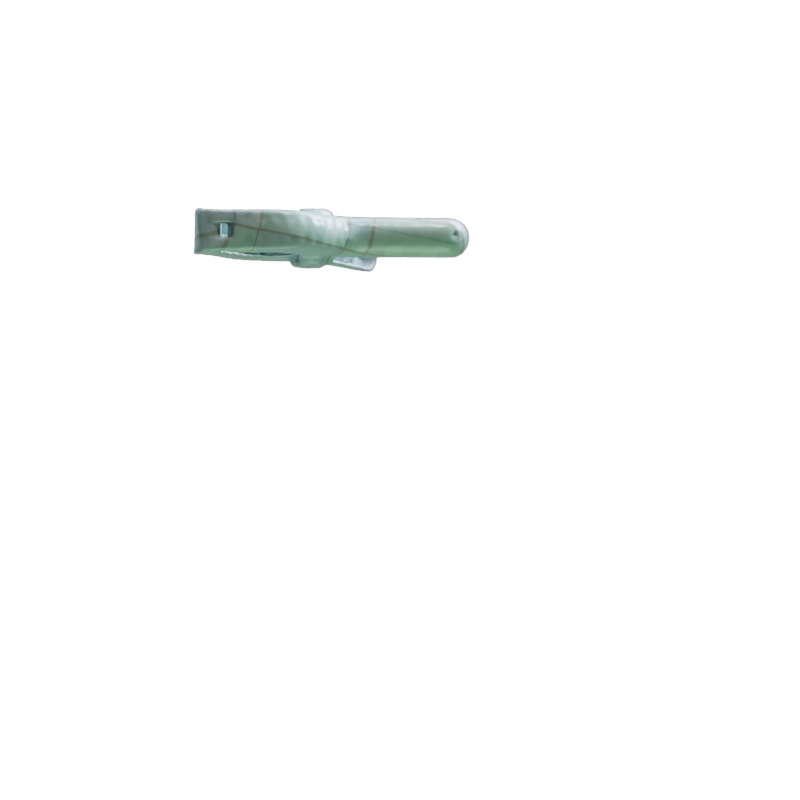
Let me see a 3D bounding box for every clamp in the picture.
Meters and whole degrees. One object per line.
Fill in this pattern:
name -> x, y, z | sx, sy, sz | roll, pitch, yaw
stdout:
clamp -> -0.056, -0.102, 0.718 | 0.166, 0.040, 0.121 | 3, -7, -22
